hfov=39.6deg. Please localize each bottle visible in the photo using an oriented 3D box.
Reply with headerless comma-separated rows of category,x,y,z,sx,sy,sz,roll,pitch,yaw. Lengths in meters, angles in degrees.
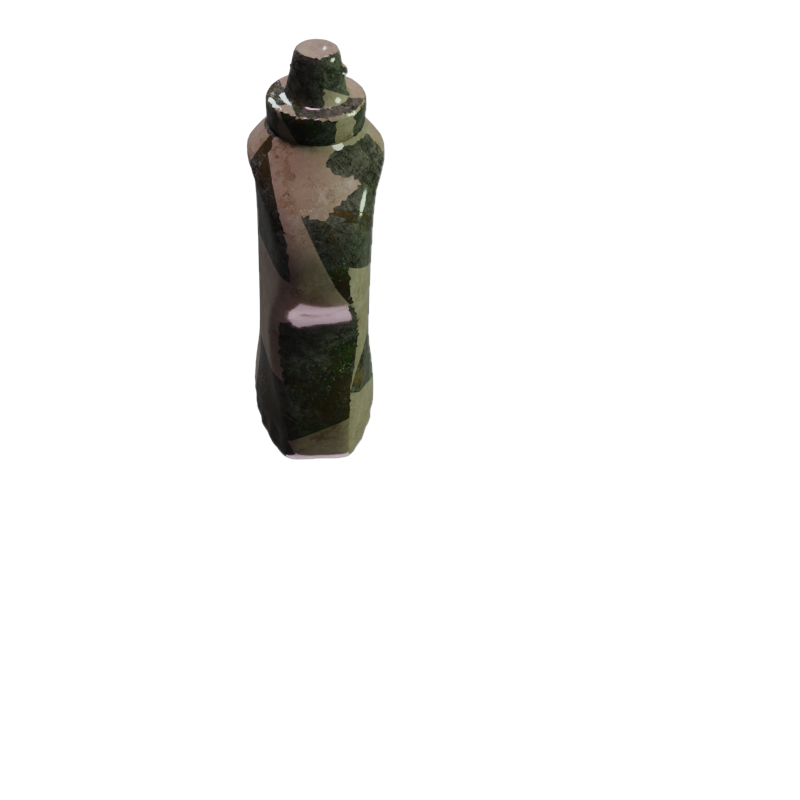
bottle,-0.038,-0.070,0.493,0.058,0.179,0.103,0,41,-4
